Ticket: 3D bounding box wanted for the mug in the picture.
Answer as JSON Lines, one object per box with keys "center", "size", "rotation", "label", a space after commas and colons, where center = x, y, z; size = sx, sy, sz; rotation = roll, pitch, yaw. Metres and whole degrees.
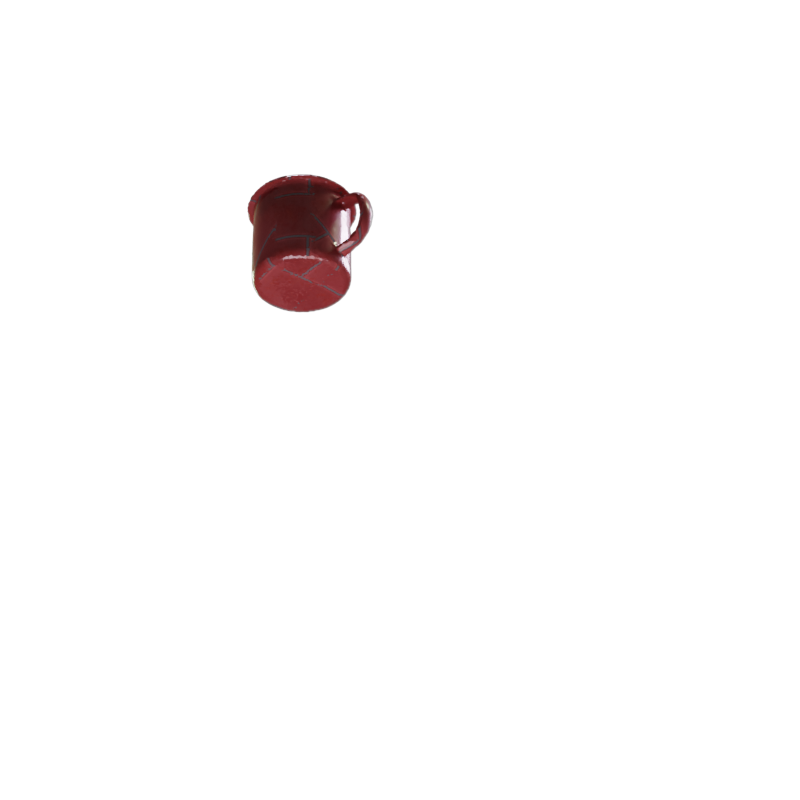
{"center": [-0.072, -0.131, 0.916], "size": [0.118, 0.087, 0.086], "rotation": [-22, -40, 26], "label": "mug"}
